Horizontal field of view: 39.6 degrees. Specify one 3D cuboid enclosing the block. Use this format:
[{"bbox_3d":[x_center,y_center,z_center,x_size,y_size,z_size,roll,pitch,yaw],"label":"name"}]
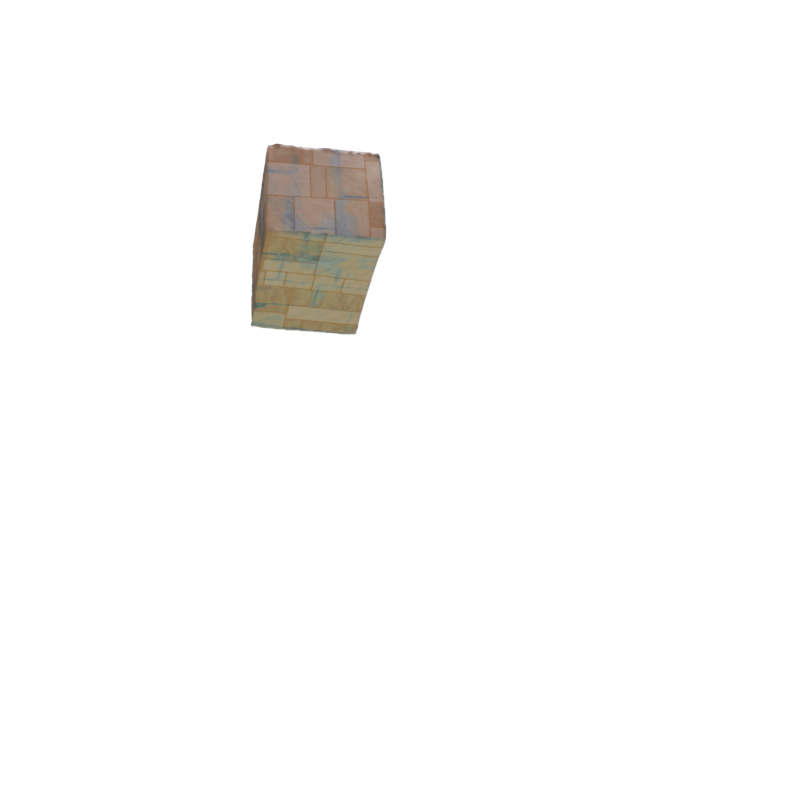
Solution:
[{"bbox_3d":[-0.040,-0.073,0.509,0.052,0.055,0.074,5,-33,-10],"label":"block"}]
